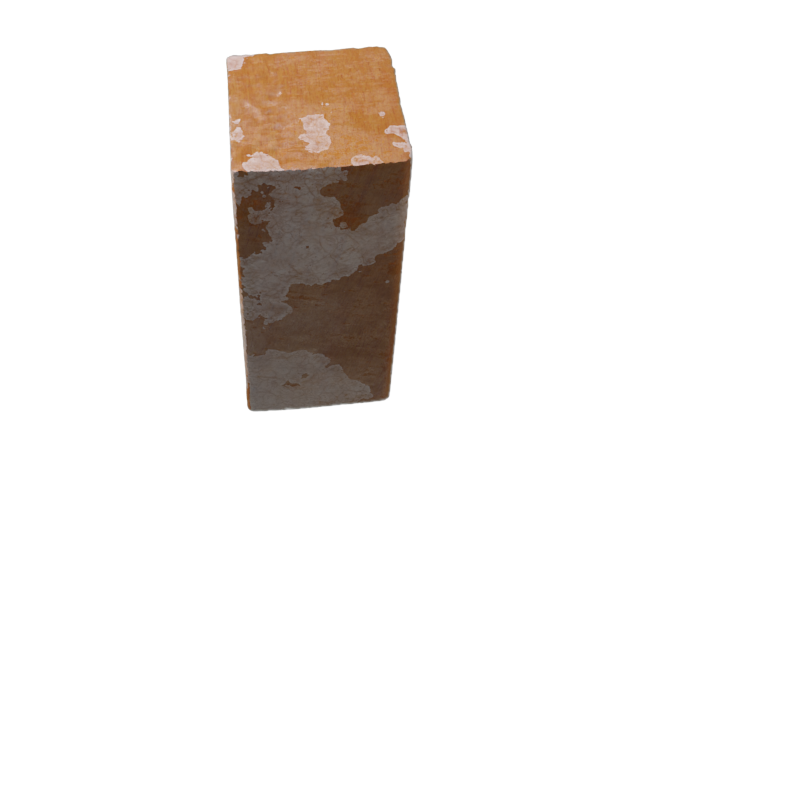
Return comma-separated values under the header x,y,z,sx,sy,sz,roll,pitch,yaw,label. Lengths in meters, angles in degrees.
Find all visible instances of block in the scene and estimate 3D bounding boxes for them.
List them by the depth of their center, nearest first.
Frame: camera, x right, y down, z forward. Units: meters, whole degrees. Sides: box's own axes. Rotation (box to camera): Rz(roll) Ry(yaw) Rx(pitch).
x,y,z,sx,sy,sz,roll,pitch,yaw,label
-0.049,-0.090,0.634,0.090,0.098,0.192,-4,-37,-6,block
